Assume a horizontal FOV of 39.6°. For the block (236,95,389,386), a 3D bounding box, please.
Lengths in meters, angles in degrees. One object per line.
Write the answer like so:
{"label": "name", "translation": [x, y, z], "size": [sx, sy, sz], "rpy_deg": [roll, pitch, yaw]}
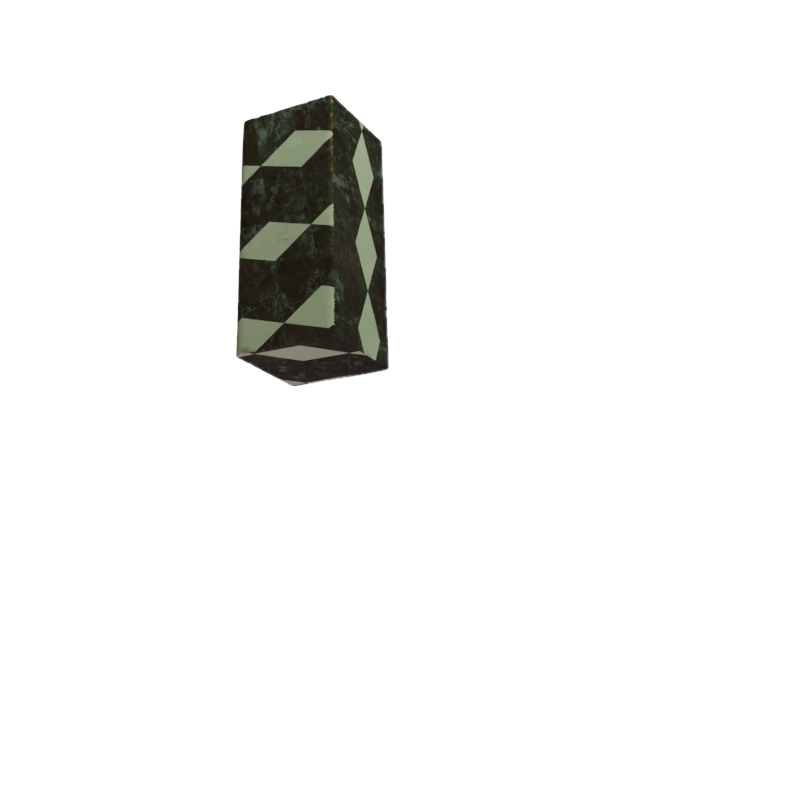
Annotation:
{"label": "block", "translation": [-0.071, -0.128, 0.895], "size": [0.092, 0.217, 0.084], "rpy_deg": [-13, -26, 25]}
